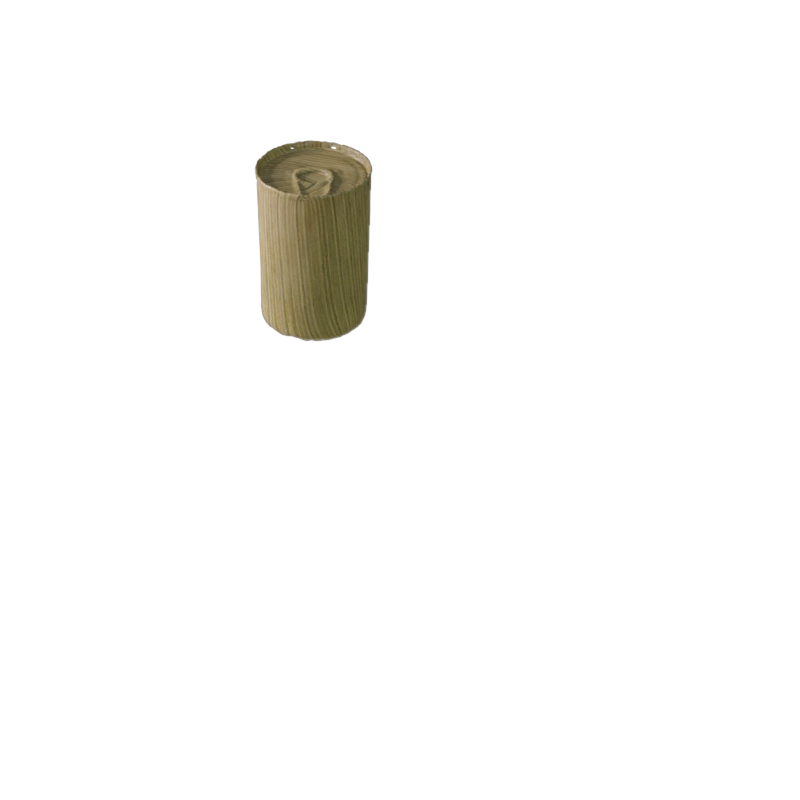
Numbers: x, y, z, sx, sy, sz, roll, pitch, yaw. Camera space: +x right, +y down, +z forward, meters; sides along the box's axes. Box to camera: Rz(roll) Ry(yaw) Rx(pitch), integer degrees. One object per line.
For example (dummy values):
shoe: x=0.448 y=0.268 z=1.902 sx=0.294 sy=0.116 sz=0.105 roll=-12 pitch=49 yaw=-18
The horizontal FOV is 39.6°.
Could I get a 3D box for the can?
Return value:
can: x=-0.052 y=-0.095 z=0.665 sx=0.068 sy=0.096 sz=0.073 roll=0 pitch=35 yaw=-3
